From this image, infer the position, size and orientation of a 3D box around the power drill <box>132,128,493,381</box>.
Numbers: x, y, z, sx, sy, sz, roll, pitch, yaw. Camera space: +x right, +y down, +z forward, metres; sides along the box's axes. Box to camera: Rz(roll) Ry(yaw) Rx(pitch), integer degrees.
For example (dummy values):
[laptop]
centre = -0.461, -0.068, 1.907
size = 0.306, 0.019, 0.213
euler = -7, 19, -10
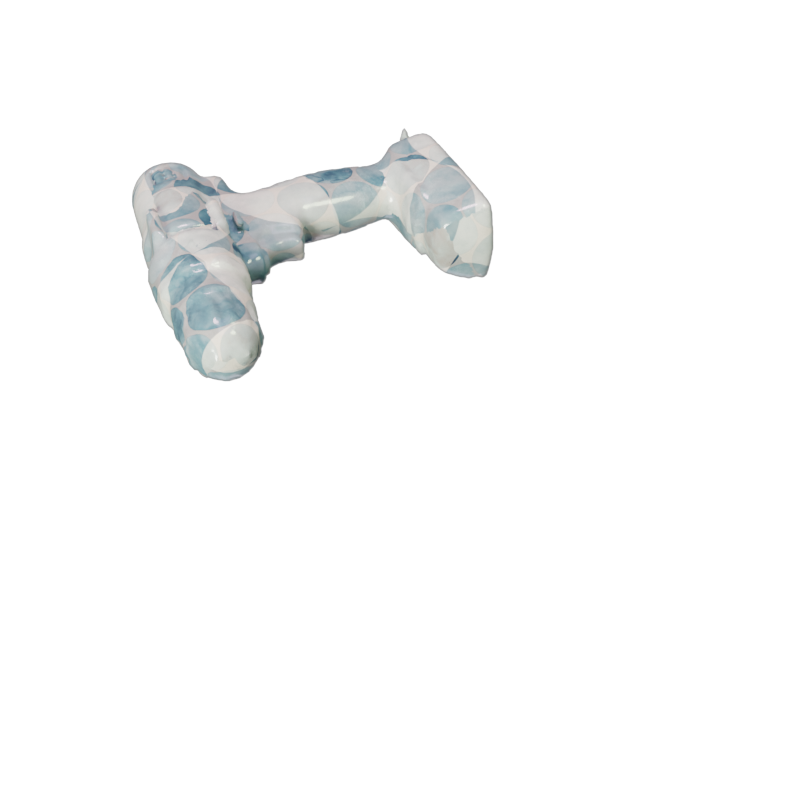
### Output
[power drill]
centre = -0.048, -0.088, 0.615
size = 0.185, 0.054, 0.200
euler = -12, 40, -15
